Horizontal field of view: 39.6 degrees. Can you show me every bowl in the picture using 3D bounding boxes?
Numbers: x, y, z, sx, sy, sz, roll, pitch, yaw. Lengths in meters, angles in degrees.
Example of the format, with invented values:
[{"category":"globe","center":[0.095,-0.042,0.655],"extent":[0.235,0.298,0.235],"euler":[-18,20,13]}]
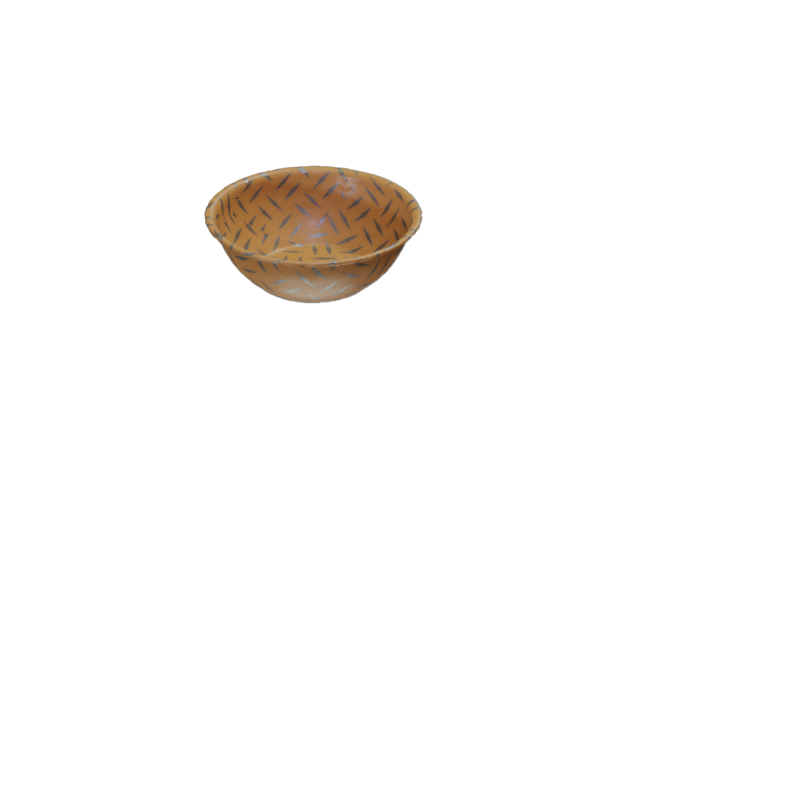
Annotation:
[{"category":"bowl","center":[-0.065,-0.119,0.835],"extent":[0.162,0.052,0.173],"euler":[-1,34,-2]}]
